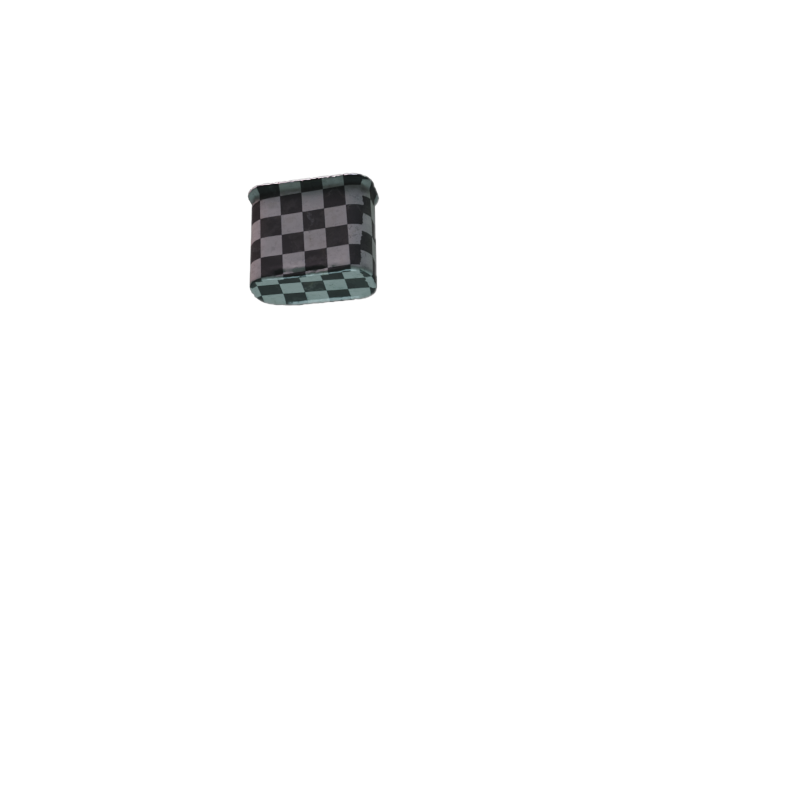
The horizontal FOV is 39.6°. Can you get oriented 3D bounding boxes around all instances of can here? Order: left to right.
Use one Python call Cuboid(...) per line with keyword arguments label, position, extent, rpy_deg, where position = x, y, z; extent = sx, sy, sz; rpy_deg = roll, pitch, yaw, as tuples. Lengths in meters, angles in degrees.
Cuboid(label="can", position=(-0.068, -0.123, 0.865), extent=(0.103, 0.089, 0.054), rpy_deg=(-6, -26, 11))
